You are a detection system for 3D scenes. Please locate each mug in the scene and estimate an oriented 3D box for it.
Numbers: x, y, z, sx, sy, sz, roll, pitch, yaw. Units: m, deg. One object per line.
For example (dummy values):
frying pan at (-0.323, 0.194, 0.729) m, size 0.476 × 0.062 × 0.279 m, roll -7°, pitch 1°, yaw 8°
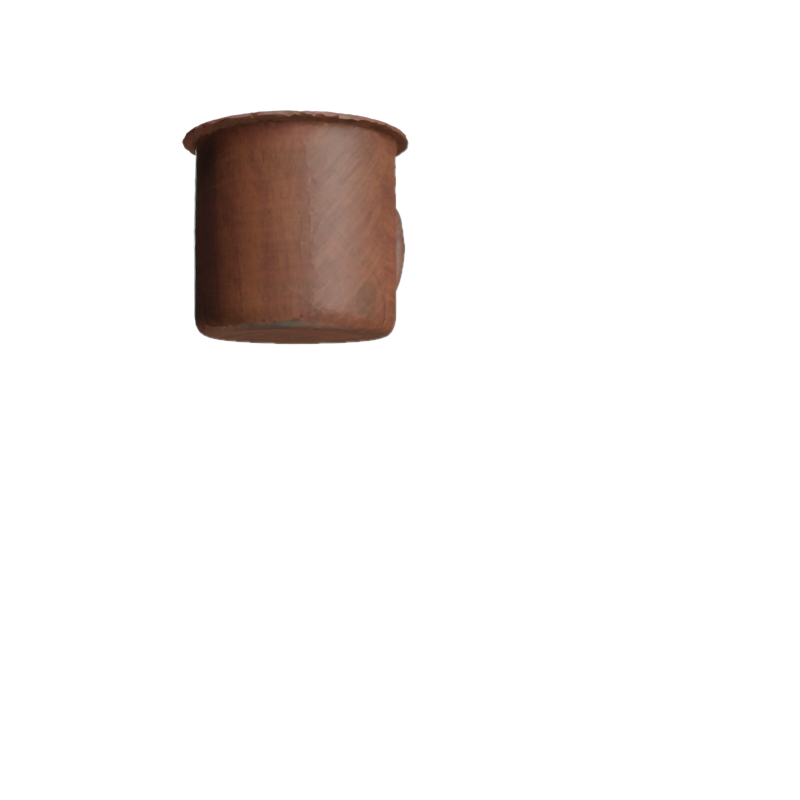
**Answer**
mug at (-0.036, -0.066, 0.462) m, size 0.096 × 0.083 × 0.112 m, roll -4°, pitch -6°, yaw 34°
